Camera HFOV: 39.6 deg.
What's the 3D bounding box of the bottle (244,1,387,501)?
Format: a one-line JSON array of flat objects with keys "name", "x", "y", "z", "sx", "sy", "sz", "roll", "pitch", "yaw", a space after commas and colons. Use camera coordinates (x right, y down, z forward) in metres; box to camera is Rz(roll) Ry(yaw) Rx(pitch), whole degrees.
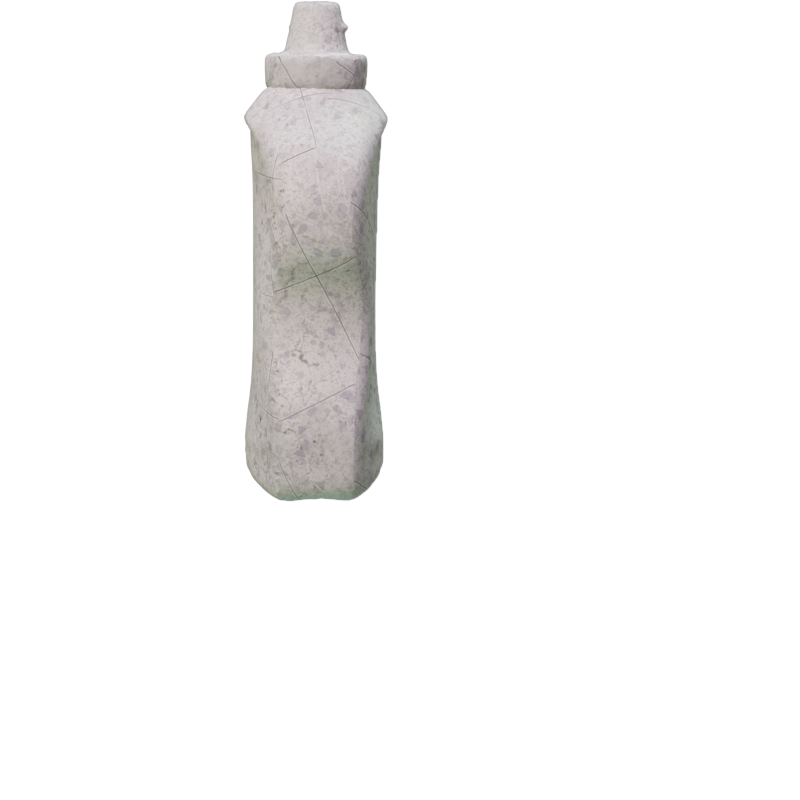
[{"name": "bottle", "x": -0.035, "y": -0.065, "z": 0.453, "sx": 0.058, "sy": 0.187, "sz": 0.099, "roll": 0, "pitch": 11, "yaw": -3}]
